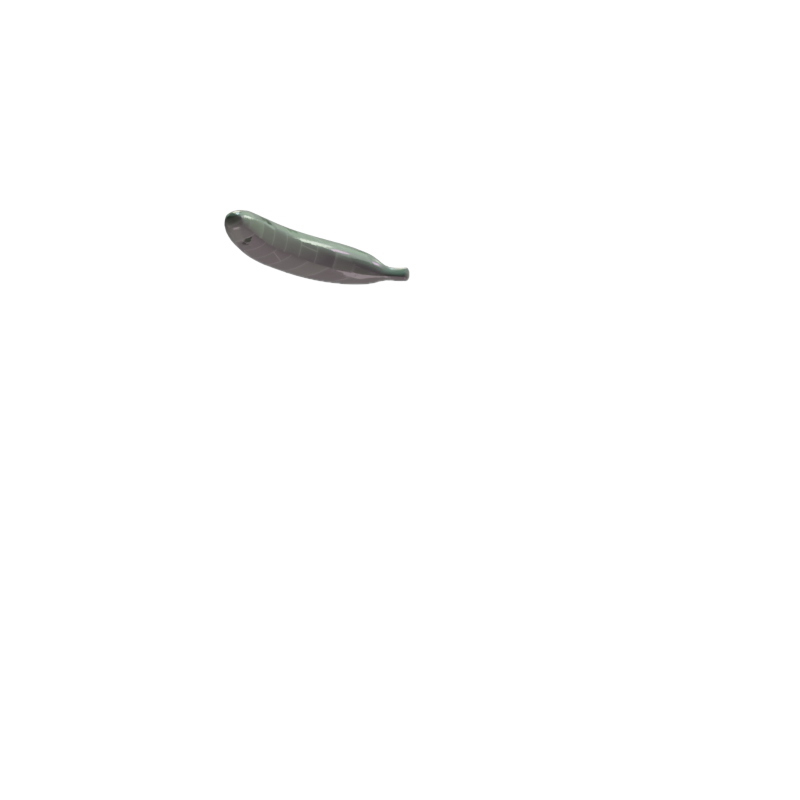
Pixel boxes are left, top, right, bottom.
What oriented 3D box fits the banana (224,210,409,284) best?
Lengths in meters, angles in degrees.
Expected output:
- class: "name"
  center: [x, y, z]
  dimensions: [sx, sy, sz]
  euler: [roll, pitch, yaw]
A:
- class: "banana"
  center: [-0.084, -0.133, 0.969]
  dimensions: [0.188, 0.038, 0.070]
  euler: [11, -18, -39]
